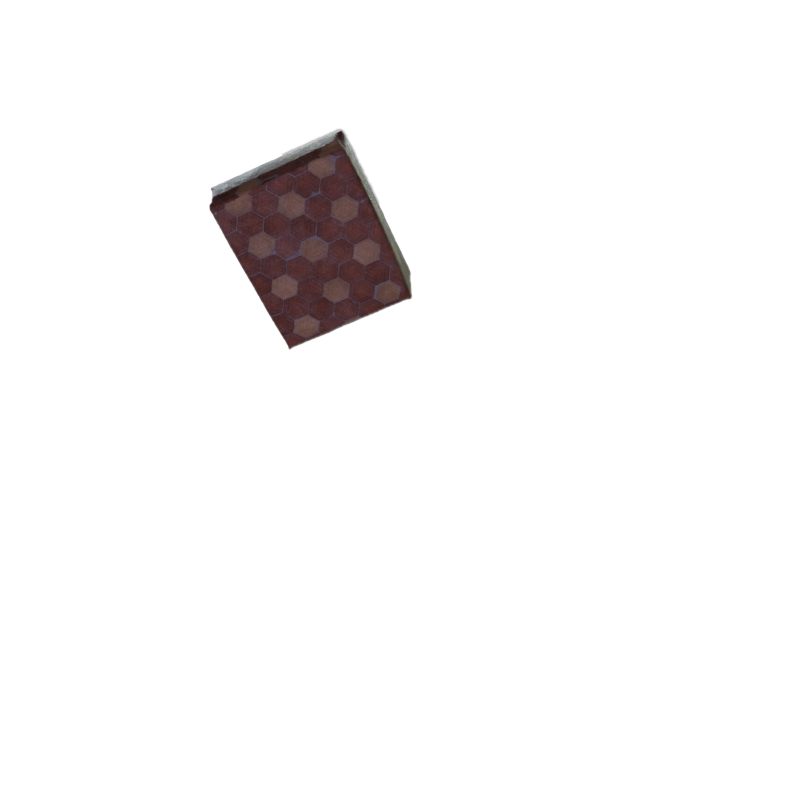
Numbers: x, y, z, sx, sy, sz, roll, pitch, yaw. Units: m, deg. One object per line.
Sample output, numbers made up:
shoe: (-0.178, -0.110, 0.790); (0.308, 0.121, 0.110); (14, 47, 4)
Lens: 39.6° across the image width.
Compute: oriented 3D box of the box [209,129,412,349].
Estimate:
box: (-0.053, -0.098, 0.684); (0.090, 0.107, 0.041); (-22, 24, 10)
